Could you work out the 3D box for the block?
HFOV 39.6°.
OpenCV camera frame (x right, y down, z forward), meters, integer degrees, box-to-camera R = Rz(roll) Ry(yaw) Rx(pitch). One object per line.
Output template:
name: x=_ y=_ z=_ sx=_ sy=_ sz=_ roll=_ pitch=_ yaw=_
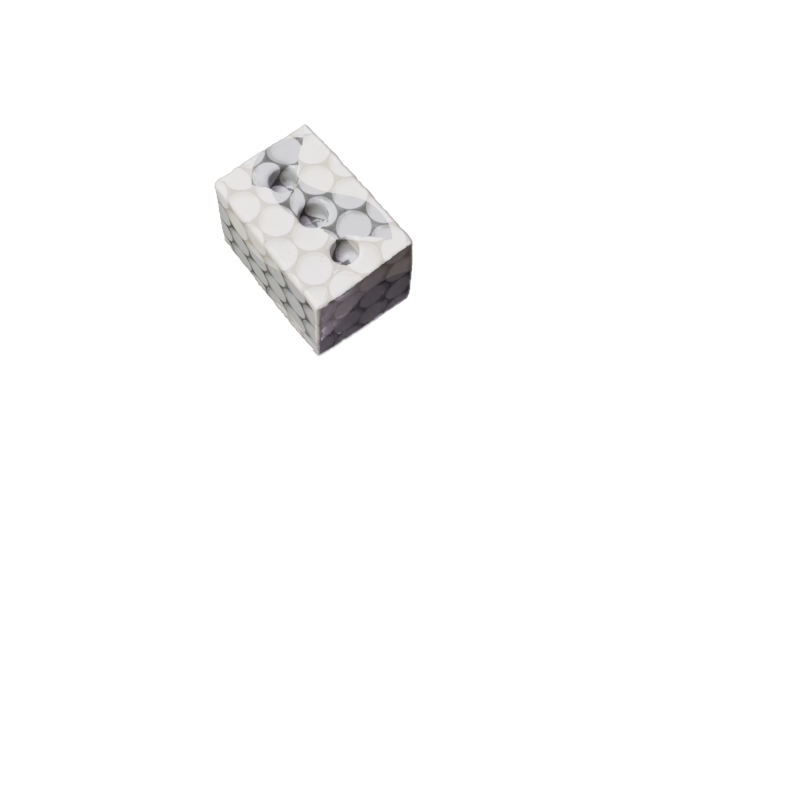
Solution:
block: x=-0.039 y=-0.070 z=0.493 sx=0.053 sy=0.082 sz=0.048 roll=-35 pitch=-20 yaw=-16
